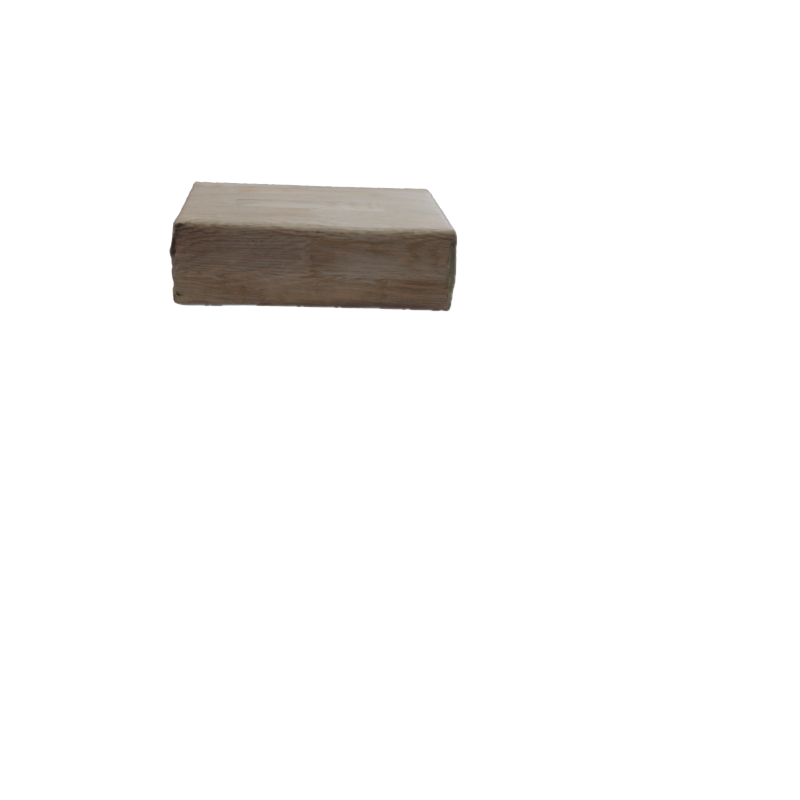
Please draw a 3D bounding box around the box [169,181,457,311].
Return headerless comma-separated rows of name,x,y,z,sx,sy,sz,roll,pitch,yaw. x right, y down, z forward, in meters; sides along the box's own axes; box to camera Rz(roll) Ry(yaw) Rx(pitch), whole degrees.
box,-0.037,-0.068,0.473,0.113,0.038,0.093,-1,19,-3
